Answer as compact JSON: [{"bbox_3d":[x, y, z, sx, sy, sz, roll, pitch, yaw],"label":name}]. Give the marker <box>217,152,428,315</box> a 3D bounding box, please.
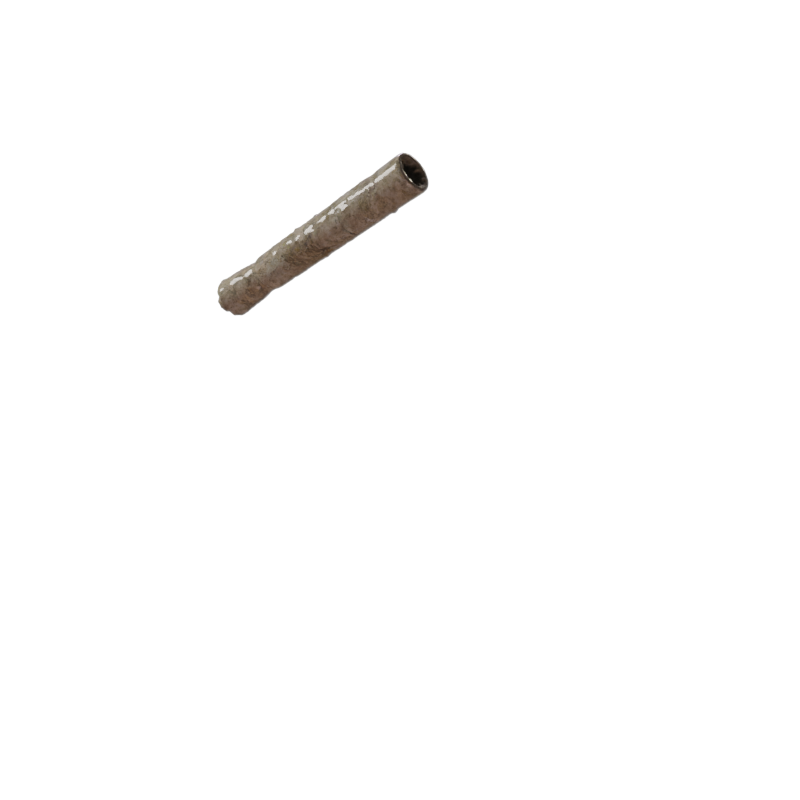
[{"bbox_3d":[-0.038,-0.070,0.487,0.120,0.021,0.019,-29,-14,34],"label":"marker"}]
